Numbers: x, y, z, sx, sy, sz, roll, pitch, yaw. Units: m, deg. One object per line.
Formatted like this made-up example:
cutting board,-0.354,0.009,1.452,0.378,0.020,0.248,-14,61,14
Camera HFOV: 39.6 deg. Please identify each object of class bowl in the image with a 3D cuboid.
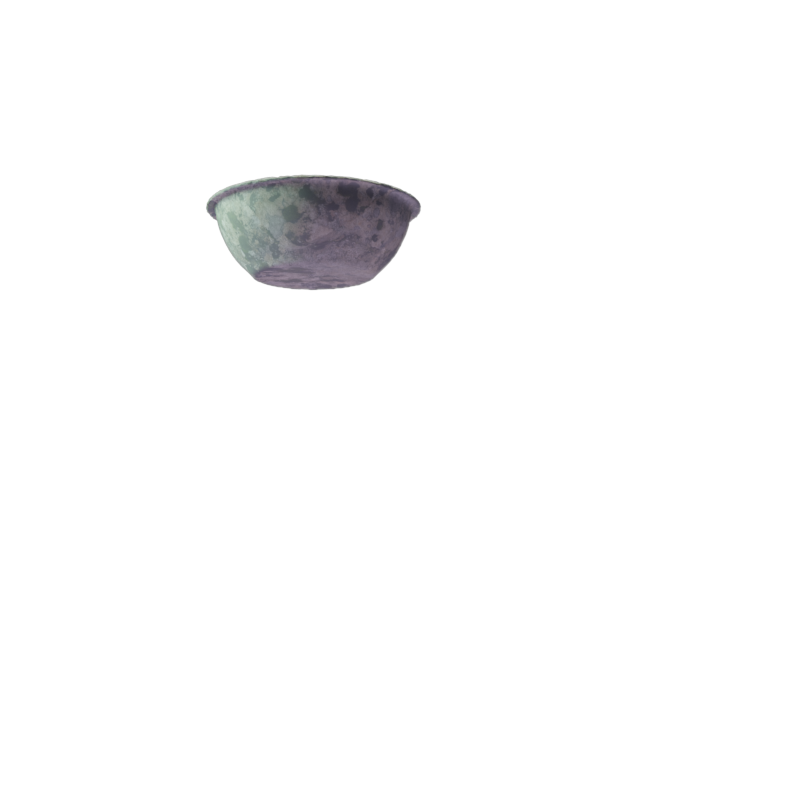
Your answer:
bowl,-0.065,-0.118,0.829,0.162,0.057,0.158,0,-8,-2
